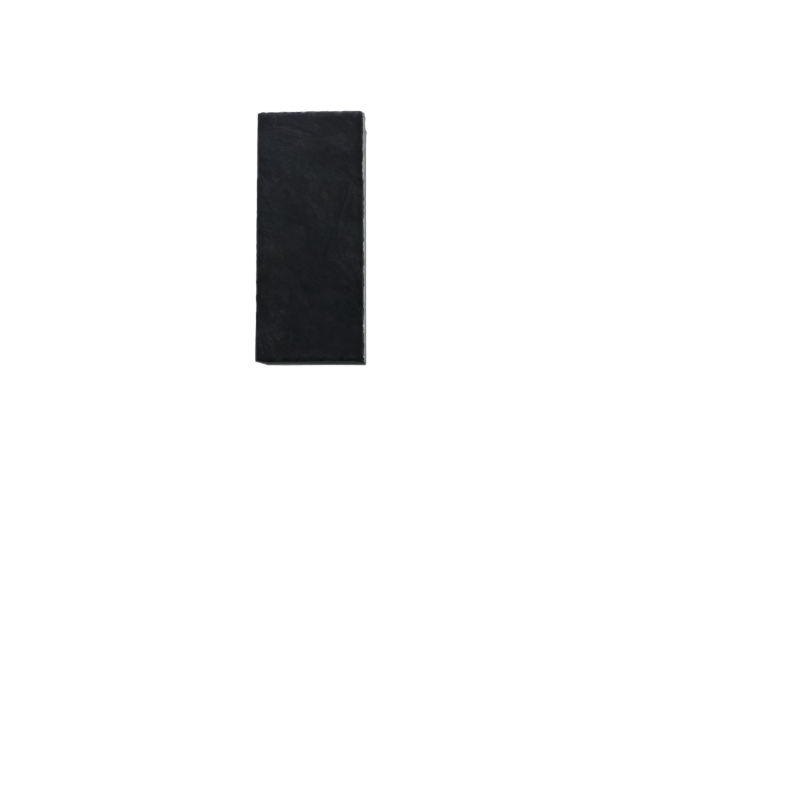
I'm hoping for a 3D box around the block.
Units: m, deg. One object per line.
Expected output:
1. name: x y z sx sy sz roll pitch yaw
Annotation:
1. block: -0.073 -0.134 0.941 0.090 0.210 0.089 -1 -7 1
